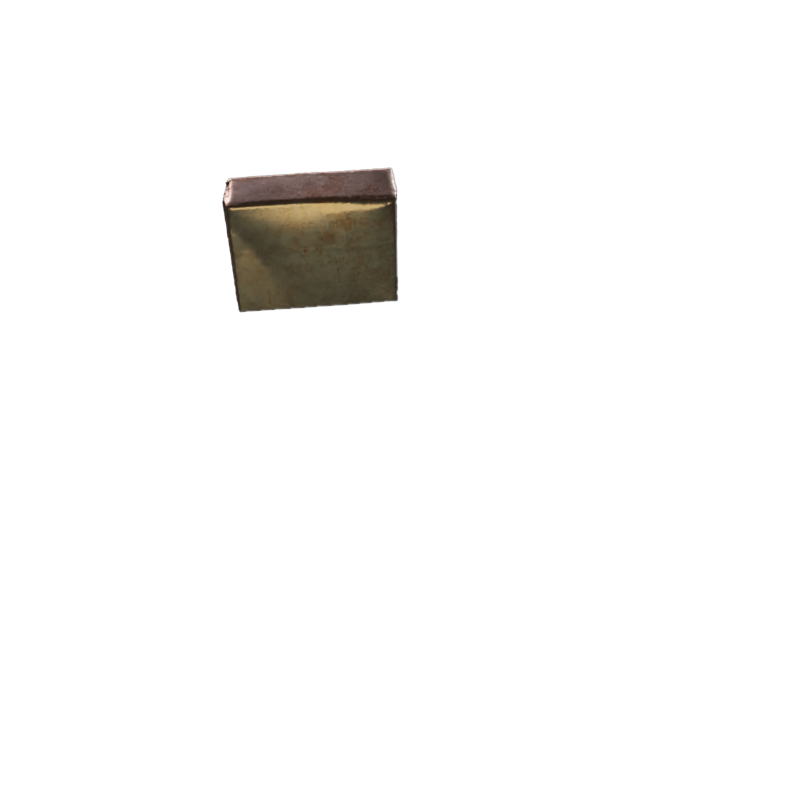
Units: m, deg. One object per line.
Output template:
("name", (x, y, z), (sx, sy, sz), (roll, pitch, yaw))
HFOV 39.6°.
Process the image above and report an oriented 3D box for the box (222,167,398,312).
("box", (-0.058, -0.106, 0.744), (0.114, 0.084, 0.042), (-2, 40, 1))
